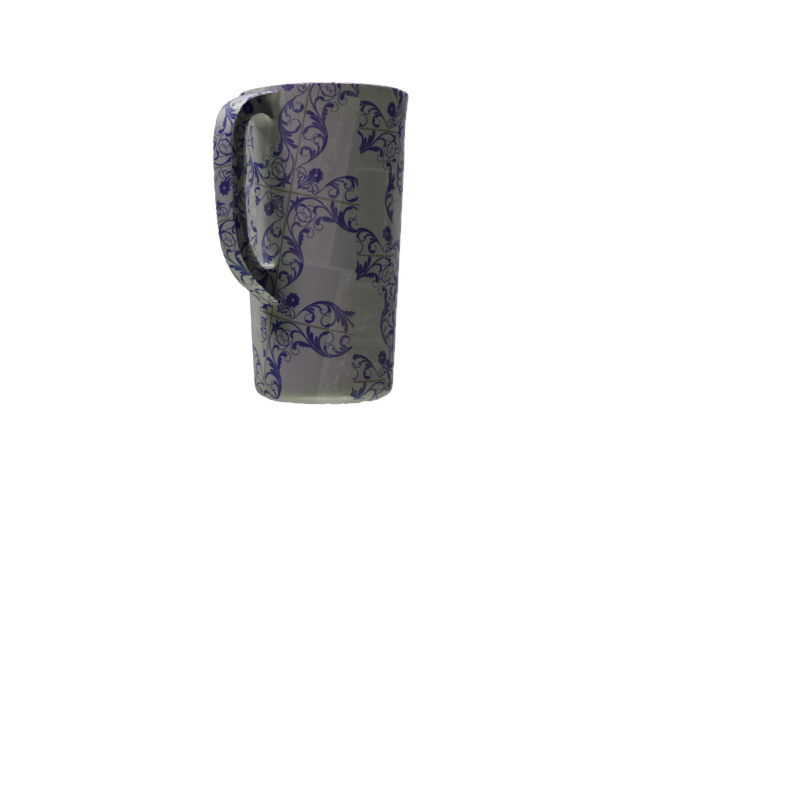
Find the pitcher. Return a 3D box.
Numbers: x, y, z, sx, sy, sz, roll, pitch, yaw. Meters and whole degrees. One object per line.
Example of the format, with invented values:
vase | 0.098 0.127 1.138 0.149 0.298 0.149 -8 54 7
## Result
pitcher | -0.067 -0.122 0.858 0.148 0.244 0.145 0 0 -4
